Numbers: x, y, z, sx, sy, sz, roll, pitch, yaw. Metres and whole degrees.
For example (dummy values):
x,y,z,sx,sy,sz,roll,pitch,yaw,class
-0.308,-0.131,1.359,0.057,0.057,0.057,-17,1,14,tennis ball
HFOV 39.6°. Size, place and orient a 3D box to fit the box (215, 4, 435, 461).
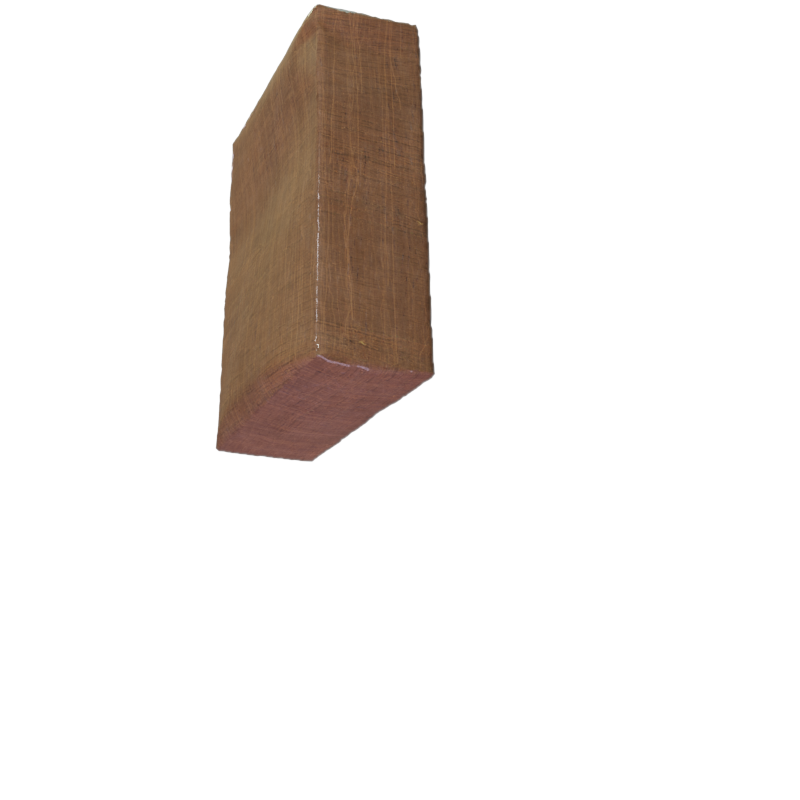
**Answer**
x,y,z,sx,sy,sz,roll,pitch,yaw,class
-0.050,-0.091,0.637,0.069,0.226,0.161,9,-26,-23,box
